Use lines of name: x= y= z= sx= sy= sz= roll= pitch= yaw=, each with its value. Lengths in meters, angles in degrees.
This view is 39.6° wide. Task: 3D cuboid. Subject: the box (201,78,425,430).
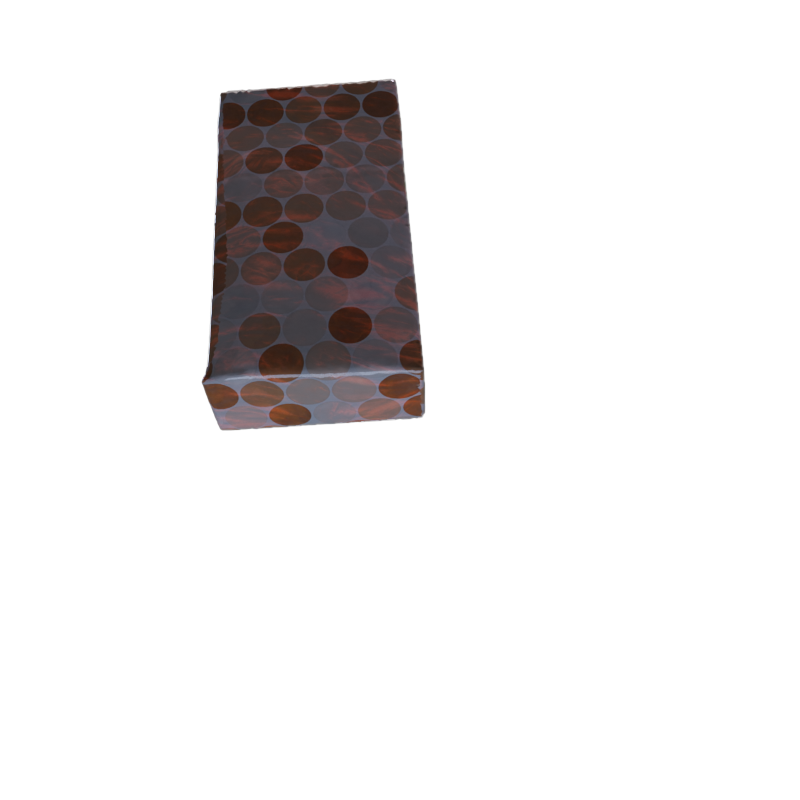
box: x=-0.041 y=-0.074 z=0.522 sx=0.094 sy=0.189 sz=0.045 roll=-4 pitch=-38 yaw=2
